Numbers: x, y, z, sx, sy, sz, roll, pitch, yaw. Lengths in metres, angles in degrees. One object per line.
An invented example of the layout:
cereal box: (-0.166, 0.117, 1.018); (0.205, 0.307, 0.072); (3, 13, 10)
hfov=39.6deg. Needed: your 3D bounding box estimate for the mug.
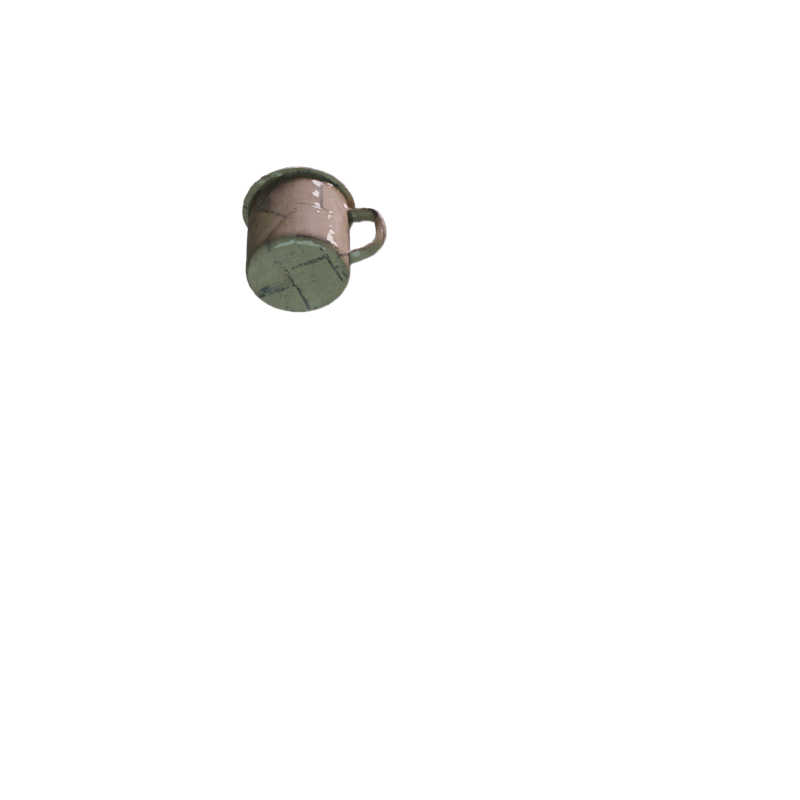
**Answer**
mug: (-0.069, -0.125, 0.879); (0.118, 0.087, 0.086); (-5, -45, 4)
